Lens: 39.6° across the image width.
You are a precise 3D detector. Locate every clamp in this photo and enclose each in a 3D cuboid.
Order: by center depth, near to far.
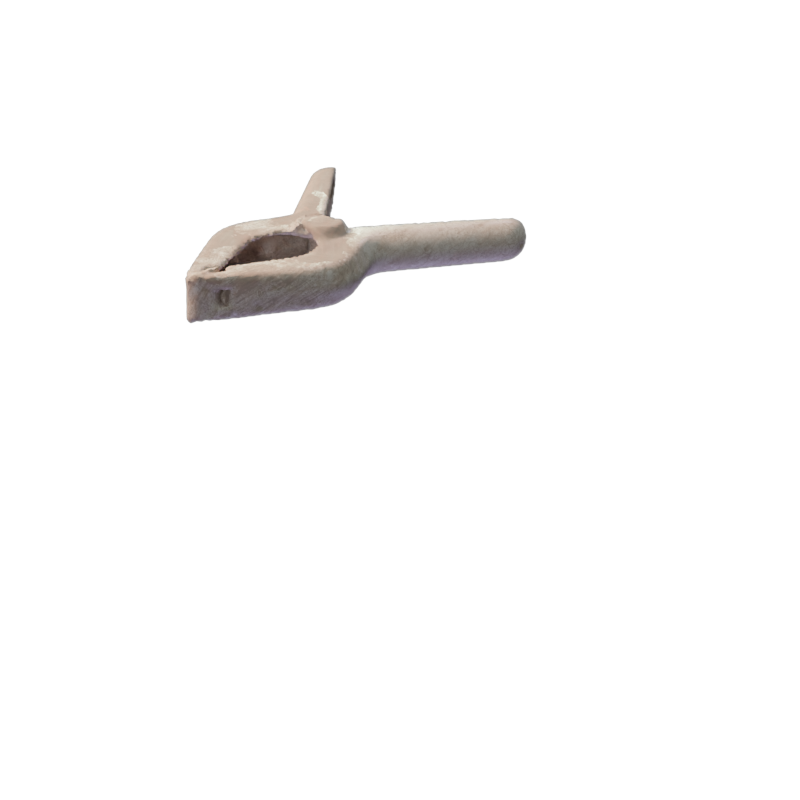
[{"bbox_3d":[-0.052,-0.094,0.660,0.207,0.034,0.175,-24,36,-38],"label":"clamp"}]
